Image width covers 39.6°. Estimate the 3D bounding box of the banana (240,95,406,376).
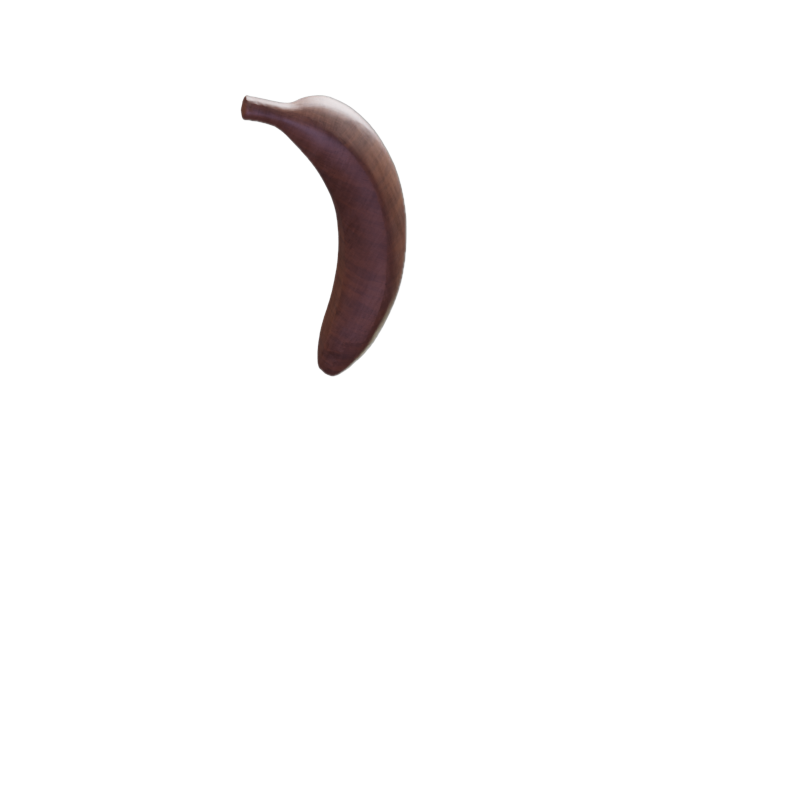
[{"bbox_3d":[-0.030,-0.092,0.603,0.070,0.183,0.039,-9,41,6],"label":"banana"}]
